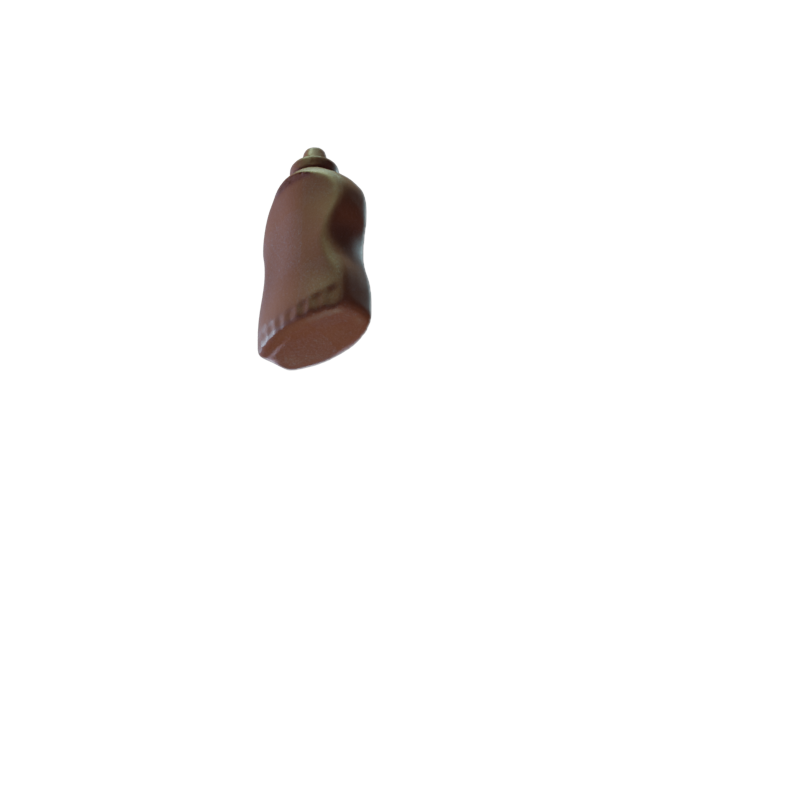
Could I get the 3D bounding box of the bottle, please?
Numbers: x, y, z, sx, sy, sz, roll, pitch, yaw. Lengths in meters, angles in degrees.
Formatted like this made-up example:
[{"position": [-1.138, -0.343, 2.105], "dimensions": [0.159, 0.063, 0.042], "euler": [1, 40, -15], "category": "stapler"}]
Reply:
[{"position": [-0.068, -0.124, 0.872], "dimensions": [0.055, 0.205, 0.095], "euler": [28, -45, -35], "category": "bottle"}]
